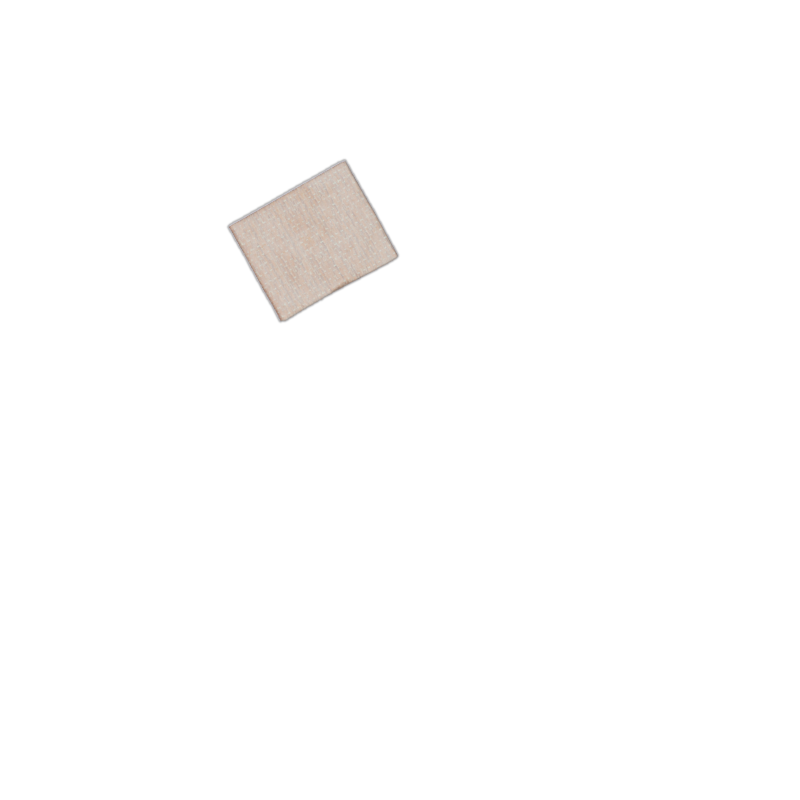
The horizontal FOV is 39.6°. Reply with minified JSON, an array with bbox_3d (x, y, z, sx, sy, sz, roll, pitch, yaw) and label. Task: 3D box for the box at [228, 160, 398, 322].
[{"bbox_3d":[-0.057,-0.104,0.728,0.089,0.073,0.030,-29,0,-1],"label":"box"}]
